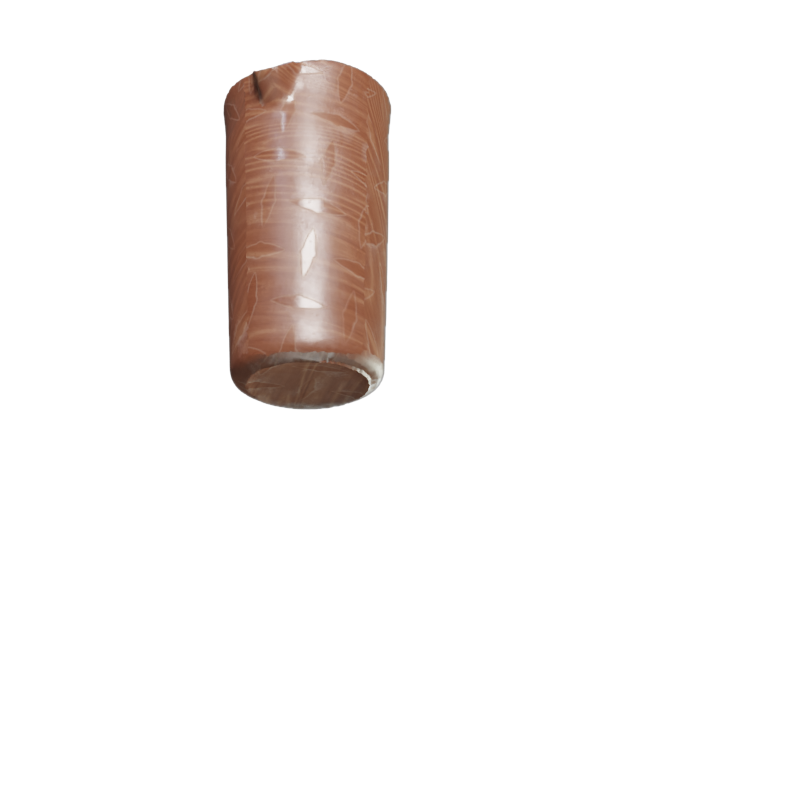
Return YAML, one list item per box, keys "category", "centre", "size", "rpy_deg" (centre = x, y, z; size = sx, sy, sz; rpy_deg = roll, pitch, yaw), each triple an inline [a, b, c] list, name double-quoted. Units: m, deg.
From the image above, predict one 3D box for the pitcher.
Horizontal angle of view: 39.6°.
- category: "pitcher"
  centre: [-0.065, -0.119, 0.835]
  size: [0.143, 0.258, 0.142]
  rpy_deg: [11, -30, -25]
